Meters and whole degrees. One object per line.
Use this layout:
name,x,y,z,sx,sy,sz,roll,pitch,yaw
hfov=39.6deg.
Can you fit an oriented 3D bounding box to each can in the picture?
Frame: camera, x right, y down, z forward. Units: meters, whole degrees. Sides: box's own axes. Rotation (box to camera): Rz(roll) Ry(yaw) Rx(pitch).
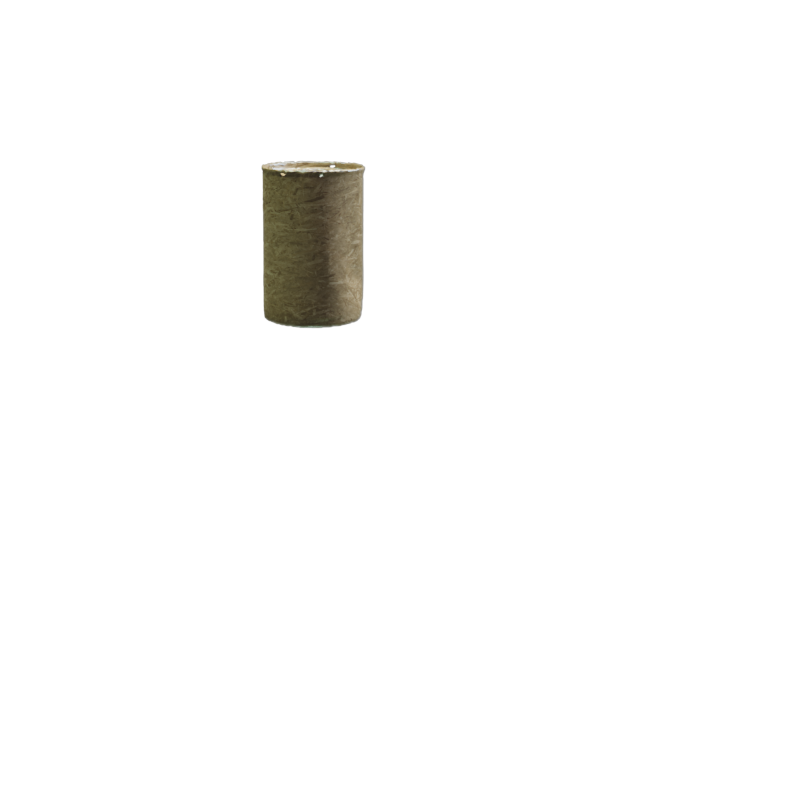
can,-0.057,-0.105,0.734,0.068,0.100,0.071,0,12,-2
